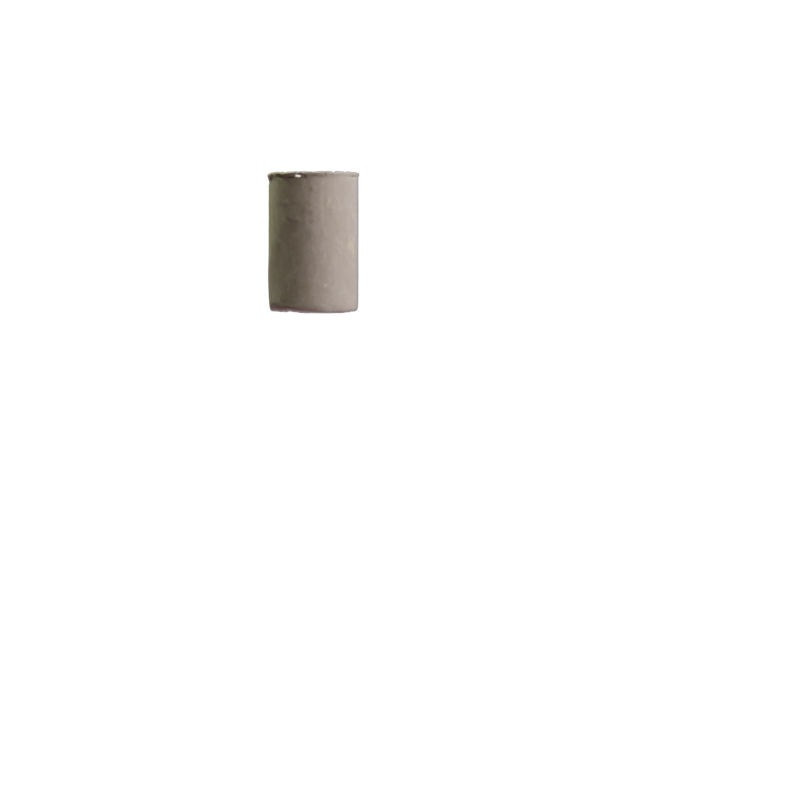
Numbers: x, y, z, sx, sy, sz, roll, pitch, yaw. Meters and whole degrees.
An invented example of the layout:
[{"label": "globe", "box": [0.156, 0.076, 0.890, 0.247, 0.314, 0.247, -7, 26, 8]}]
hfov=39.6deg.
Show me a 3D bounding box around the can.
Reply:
[{"label": "can", "box": [-0.064, -0.117, 0.820, 0.068, 0.102, 0.069, 0, 3, -2]}]
